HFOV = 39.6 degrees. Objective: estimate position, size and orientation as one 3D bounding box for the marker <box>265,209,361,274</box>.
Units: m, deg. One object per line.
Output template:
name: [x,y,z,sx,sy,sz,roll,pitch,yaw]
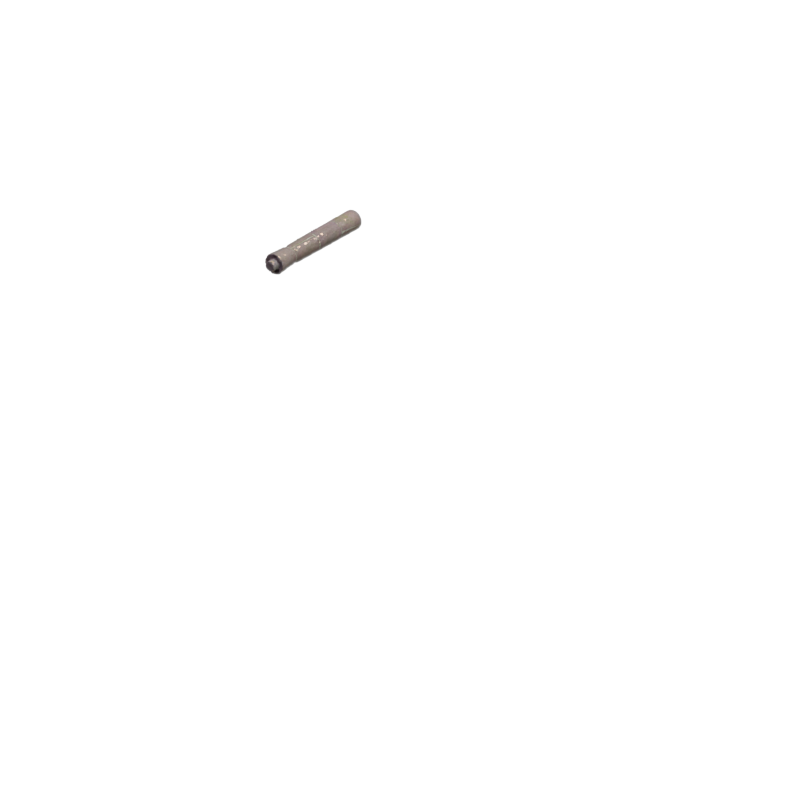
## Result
marker: [-0.075,-0.137,0.957,0.020,0.019,0.122,2,27,36]
